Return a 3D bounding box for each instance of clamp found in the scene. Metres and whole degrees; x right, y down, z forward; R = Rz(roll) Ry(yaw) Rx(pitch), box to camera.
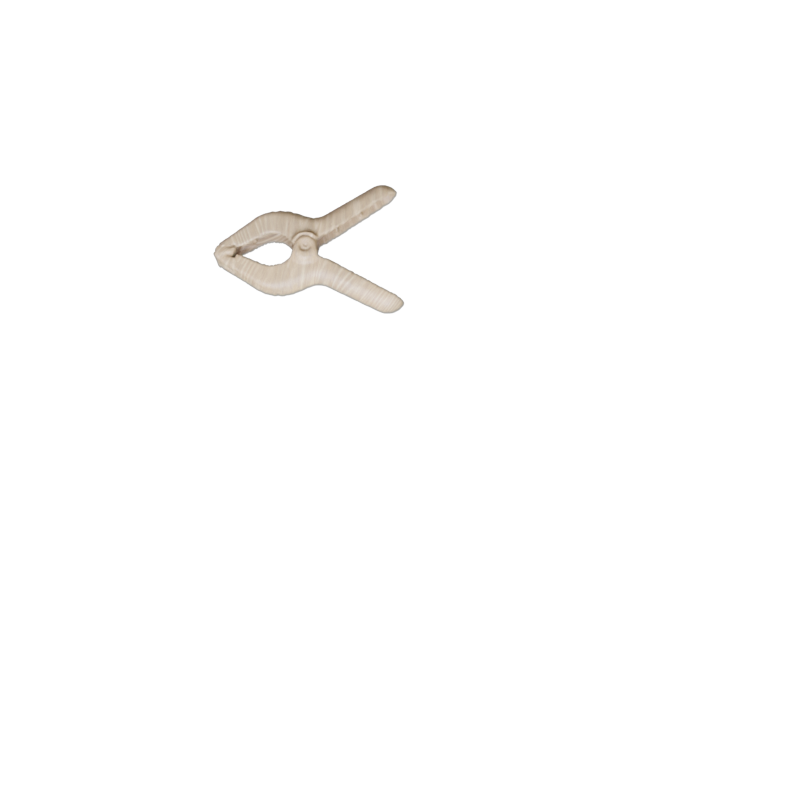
[{"bbox_3d":[-0.078,-0.142,0.993,0.172,0.127,0.037,6,-27,3],"label":"clamp"}]
